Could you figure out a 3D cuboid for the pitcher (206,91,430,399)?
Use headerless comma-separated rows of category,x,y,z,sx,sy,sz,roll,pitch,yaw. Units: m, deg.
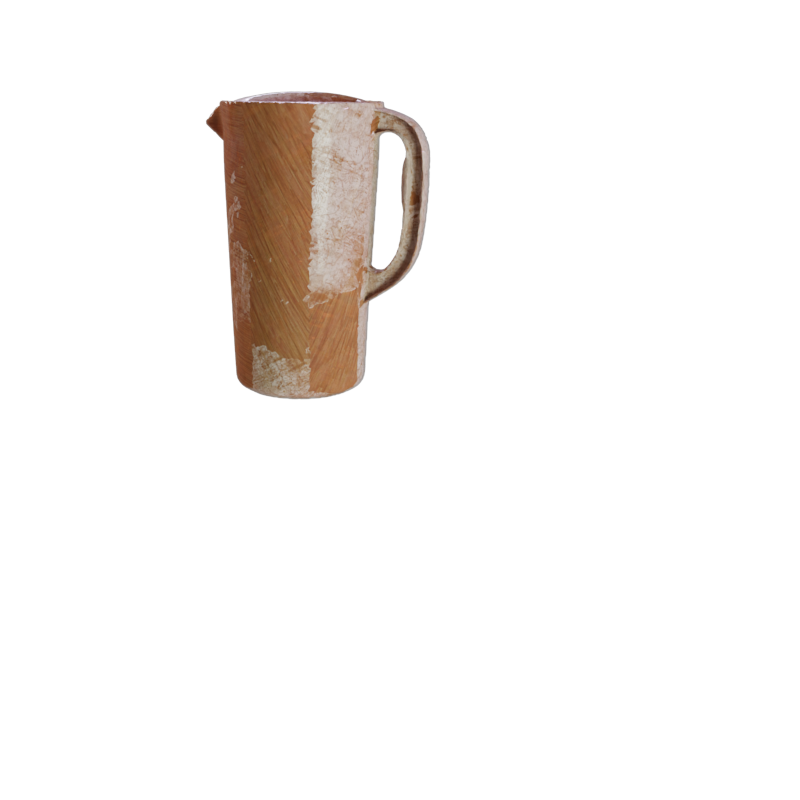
pitcher,-0.071,-0.129,0.905,0.141,0.237,0.157,-5,12,-28
